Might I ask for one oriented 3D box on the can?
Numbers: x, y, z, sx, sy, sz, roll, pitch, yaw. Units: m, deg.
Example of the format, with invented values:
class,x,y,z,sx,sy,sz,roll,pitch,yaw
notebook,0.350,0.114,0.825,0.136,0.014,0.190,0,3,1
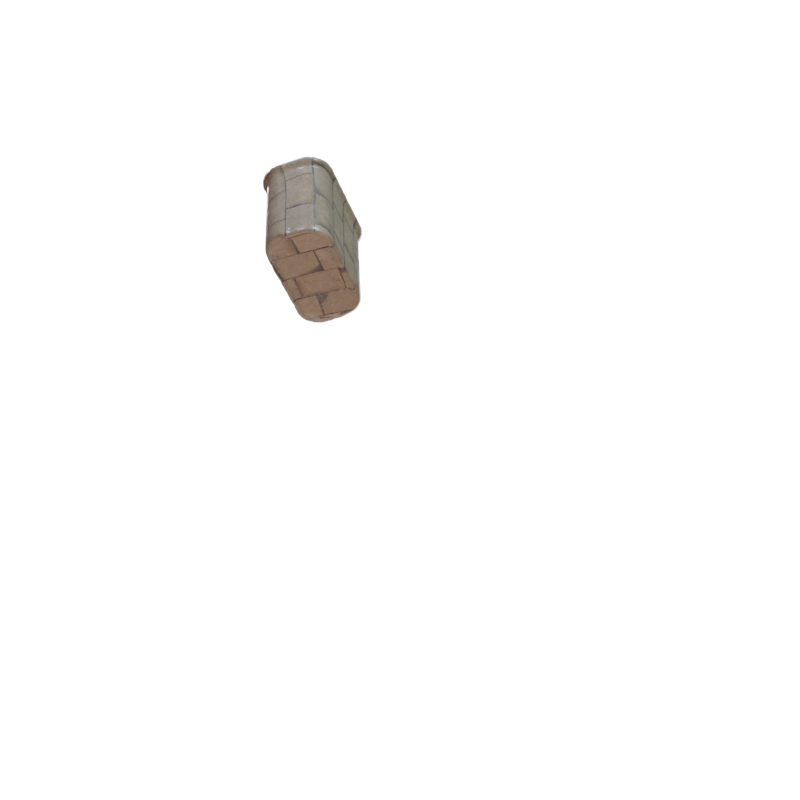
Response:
class,x,y,z,sx,sy,sz,roll,pitch,yaw
can,-0.068,-0.124,0.866,0.058,0.090,0.094,-16,-46,13
